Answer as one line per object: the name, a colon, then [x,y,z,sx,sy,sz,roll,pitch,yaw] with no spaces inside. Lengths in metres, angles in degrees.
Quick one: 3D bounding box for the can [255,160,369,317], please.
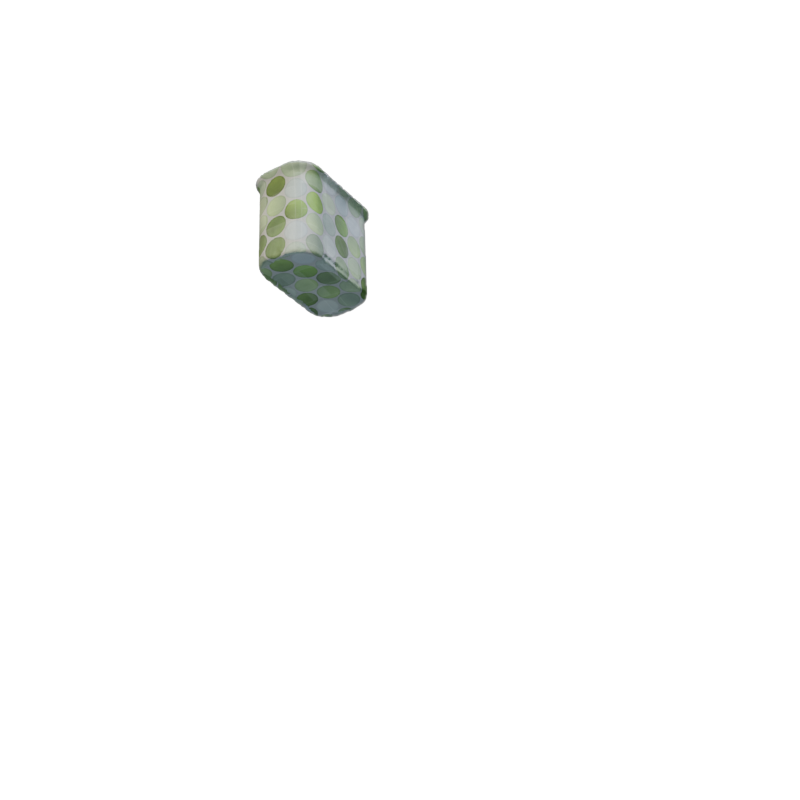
can: [-0.068,-0.124,0.870,0.058,0.089,0.094,-21,-36,28]
